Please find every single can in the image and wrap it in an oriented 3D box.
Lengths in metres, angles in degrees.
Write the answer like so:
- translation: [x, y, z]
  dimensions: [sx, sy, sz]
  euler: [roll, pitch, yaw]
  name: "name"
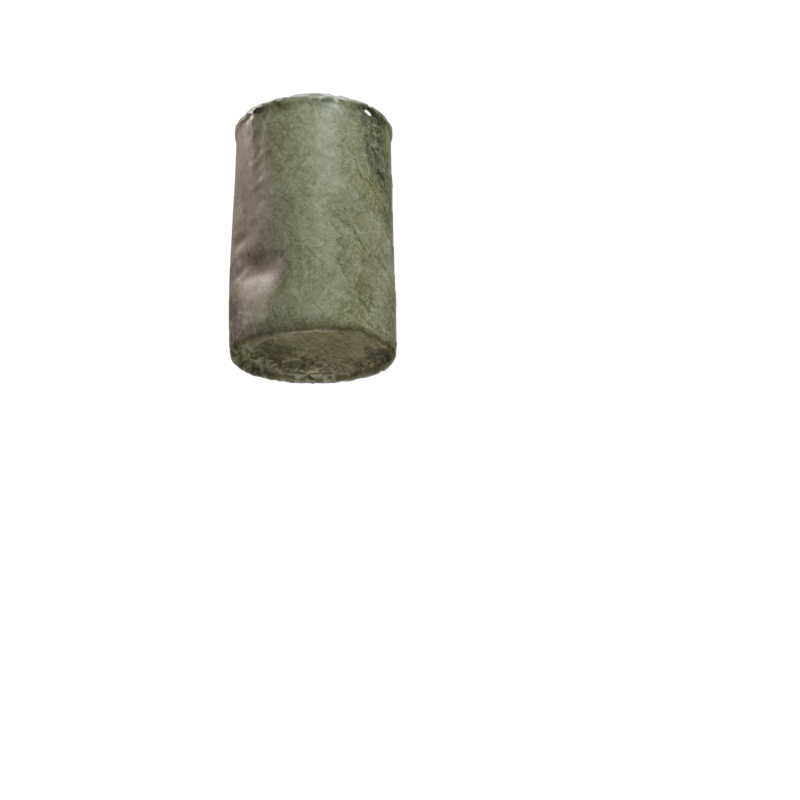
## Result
- translation: [-0.036, -0.065, 0.456]
  dimensions: [0.068, 0.108, 0.065]
  euler: [0, -22, -2]
  name: "can"
